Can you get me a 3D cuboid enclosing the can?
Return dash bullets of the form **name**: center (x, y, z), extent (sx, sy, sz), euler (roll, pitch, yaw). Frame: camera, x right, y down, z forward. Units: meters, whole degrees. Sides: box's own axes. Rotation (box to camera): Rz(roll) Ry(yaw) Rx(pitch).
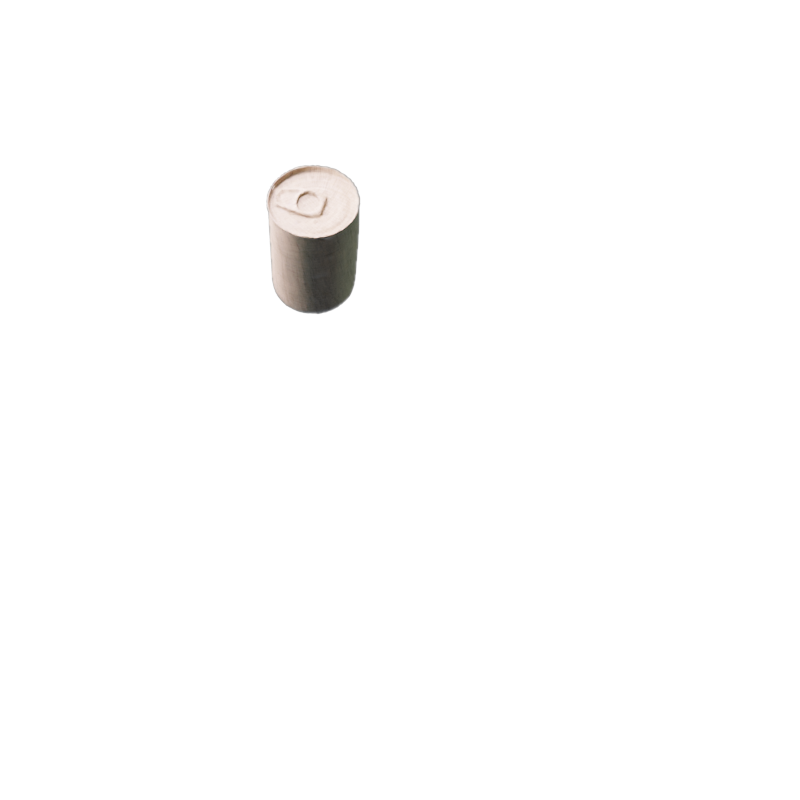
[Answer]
- **can**: center (-0.066, -0.120, 0.840), extent (0.068, 0.073, 0.096), euler (0, -32, -3)
